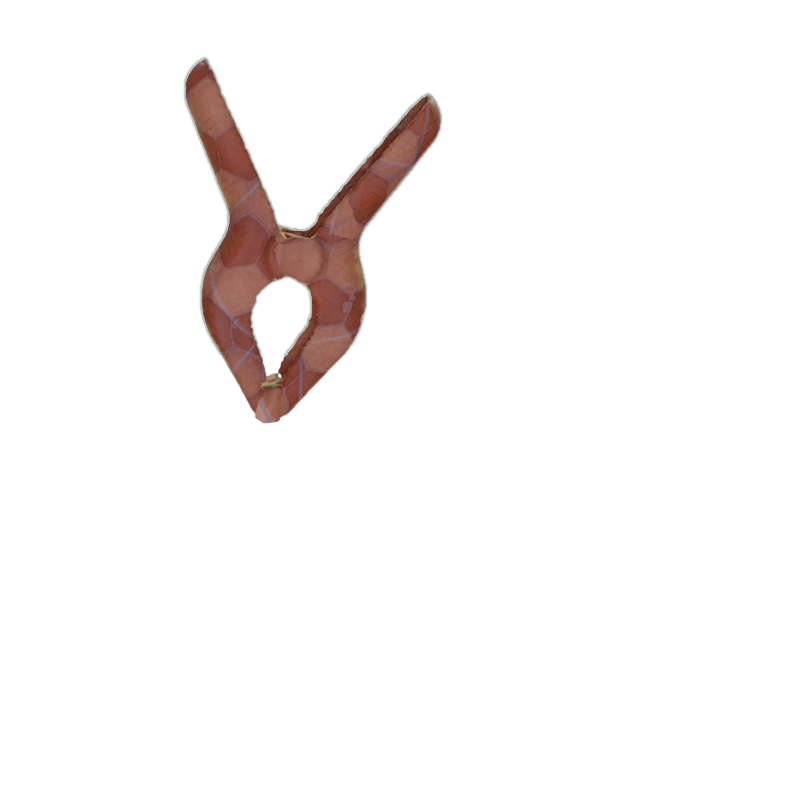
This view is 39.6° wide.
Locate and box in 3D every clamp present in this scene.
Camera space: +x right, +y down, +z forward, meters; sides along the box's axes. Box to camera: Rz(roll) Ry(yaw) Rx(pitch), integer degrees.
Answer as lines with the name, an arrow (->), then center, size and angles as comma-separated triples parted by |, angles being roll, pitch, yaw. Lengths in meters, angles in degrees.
clamp -> -0.041, -0.075, 0.529 | 0.120, 0.167, 0.040 | 1, 11, -1
